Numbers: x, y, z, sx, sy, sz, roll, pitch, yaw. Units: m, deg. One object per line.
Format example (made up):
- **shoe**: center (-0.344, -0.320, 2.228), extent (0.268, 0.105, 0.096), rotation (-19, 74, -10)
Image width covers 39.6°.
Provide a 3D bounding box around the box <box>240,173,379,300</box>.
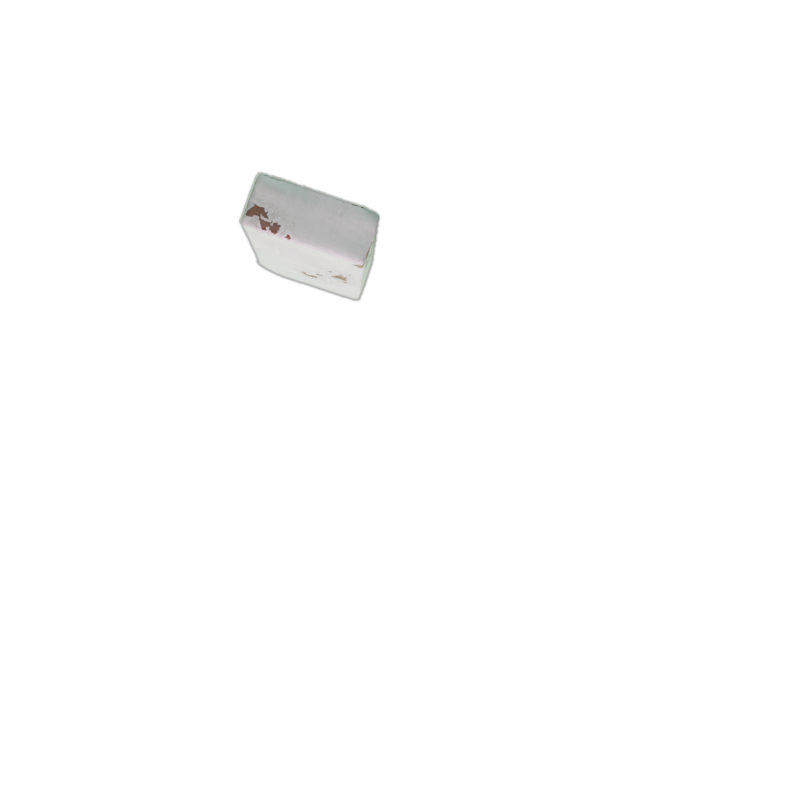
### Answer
- **box**: center (-0.066, -0.122, 0.850), extent (0.094, 0.049, 0.173), rotation (20, -7, -1)
